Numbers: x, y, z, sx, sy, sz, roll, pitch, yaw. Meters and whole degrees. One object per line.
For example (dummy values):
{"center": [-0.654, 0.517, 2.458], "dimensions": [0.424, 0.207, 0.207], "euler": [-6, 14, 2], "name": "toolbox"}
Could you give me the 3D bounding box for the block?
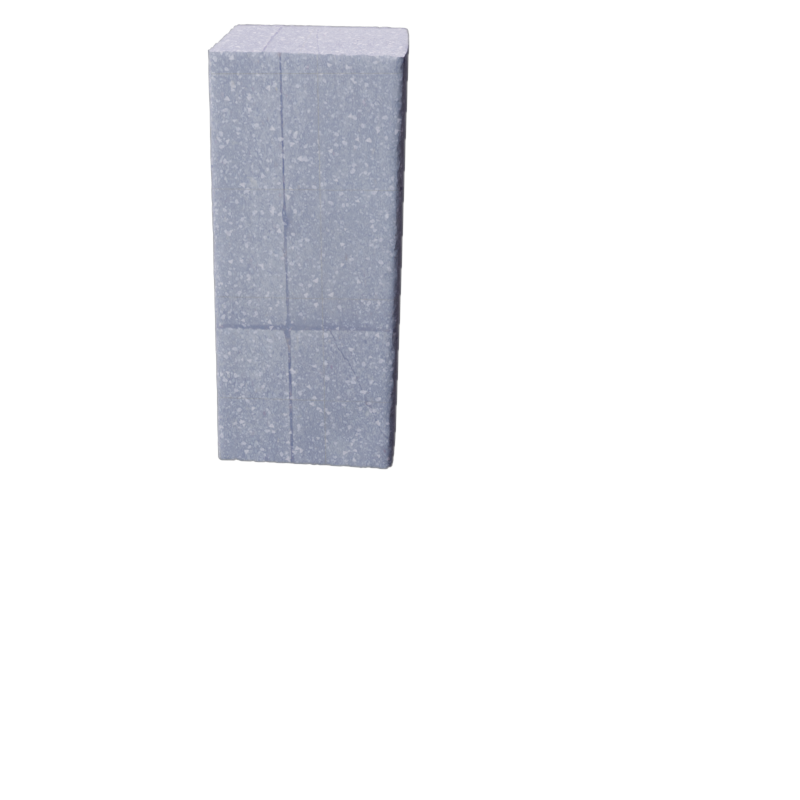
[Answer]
{"center": [-0.044, -0.080, 0.562], "dimensions": [0.091, 0.197, 0.094], "euler": [2, 21, 2], "name": "block"}
